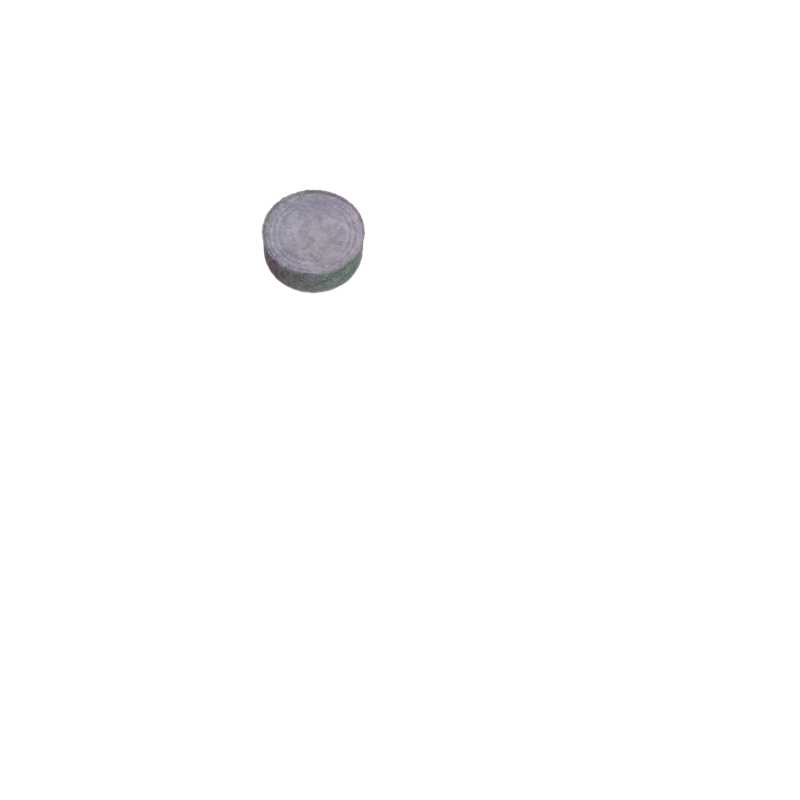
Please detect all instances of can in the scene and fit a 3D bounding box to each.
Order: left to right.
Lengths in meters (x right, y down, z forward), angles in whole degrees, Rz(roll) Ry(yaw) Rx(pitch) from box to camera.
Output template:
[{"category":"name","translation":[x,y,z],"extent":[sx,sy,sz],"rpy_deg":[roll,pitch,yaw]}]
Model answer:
[{"category":"can","translation":[-0.073,-0.133,0.934],"extent":[0.086,0.092,0.031],"rpy_deg":[-1,-31,-1]}]
